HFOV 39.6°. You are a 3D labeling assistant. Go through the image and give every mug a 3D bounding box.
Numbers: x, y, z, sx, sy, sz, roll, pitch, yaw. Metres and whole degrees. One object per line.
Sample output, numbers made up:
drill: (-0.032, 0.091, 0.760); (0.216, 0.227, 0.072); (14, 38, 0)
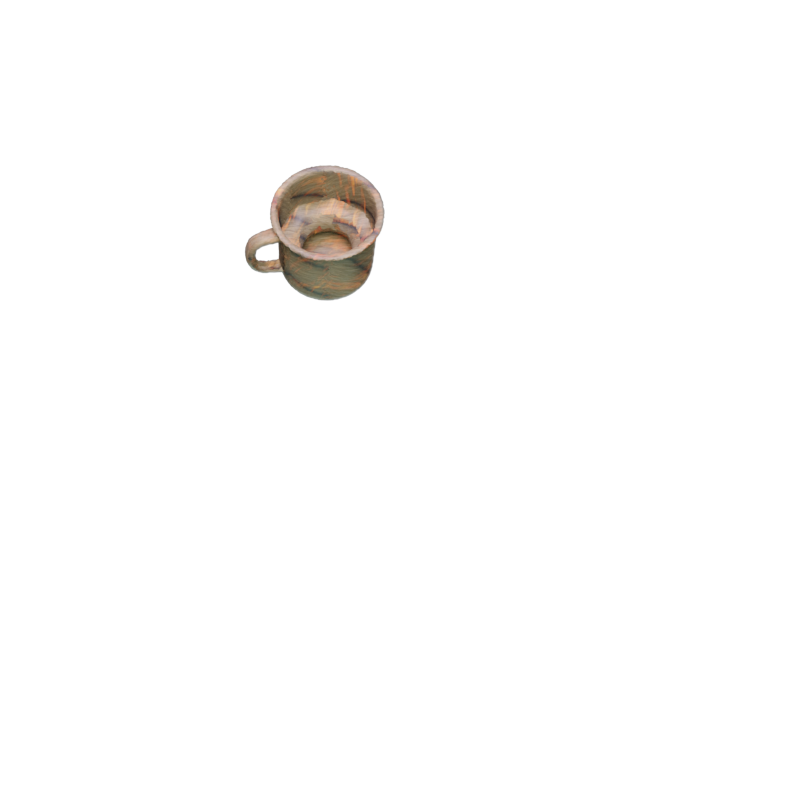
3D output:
mug: (-0.073, -0.133, 0.929); (0.116, 0.100, 0.077); (-18, -27, -11)
